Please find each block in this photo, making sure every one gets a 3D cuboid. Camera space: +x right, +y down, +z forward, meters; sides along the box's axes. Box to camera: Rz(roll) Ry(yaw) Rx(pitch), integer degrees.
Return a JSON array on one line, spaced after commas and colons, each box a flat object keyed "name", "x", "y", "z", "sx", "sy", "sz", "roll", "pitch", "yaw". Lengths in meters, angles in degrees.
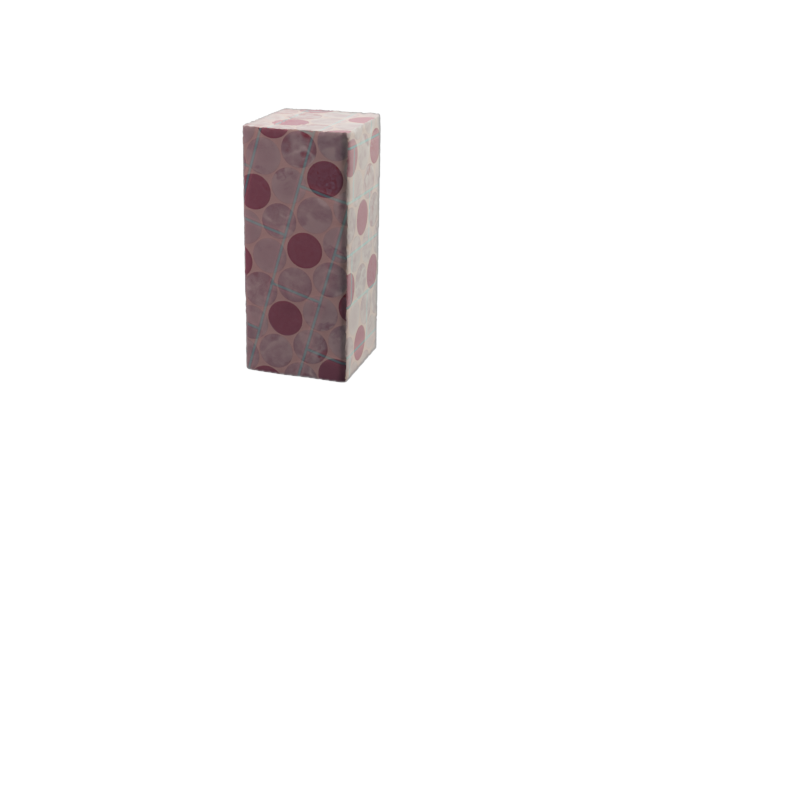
[{"name": "block", "x": -0.071, "y": -0.131, "z": 0.918, "sx": 0.093, "sy": 0.198, "sz": 0.092, "roll": 7, "pitch": 19, "yaw": 17}]
